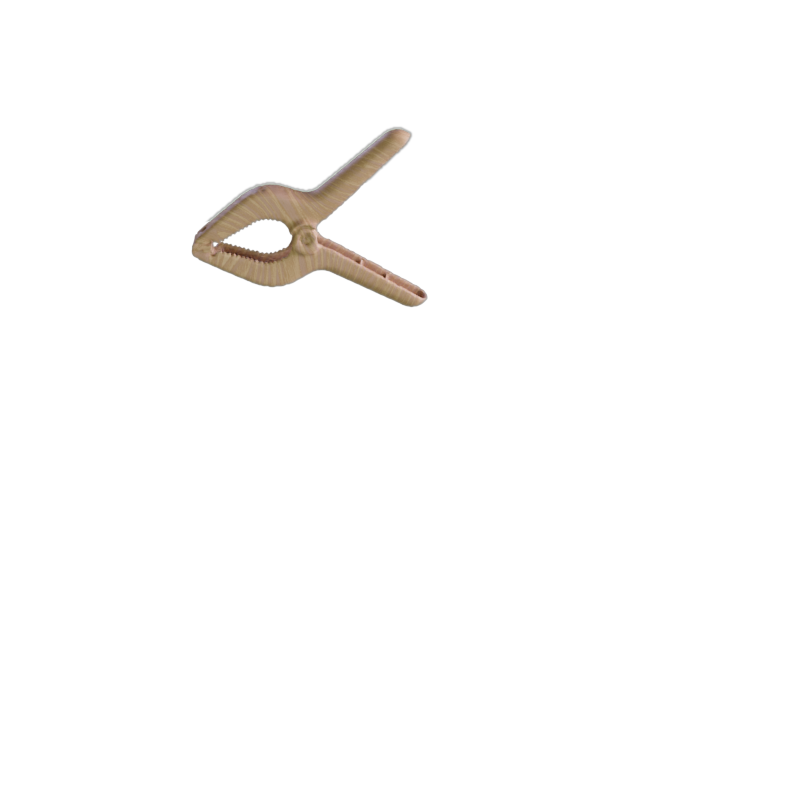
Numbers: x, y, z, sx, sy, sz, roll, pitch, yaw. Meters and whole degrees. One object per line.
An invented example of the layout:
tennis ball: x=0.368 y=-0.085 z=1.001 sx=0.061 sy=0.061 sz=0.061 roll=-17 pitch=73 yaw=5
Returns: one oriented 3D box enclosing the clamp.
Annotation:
clamp: x=-0.077 y=-0.140 z=0.982 sx=0.210 sy=0.156 sz=0.038 roll=-13 pitch=21 yaw=5
